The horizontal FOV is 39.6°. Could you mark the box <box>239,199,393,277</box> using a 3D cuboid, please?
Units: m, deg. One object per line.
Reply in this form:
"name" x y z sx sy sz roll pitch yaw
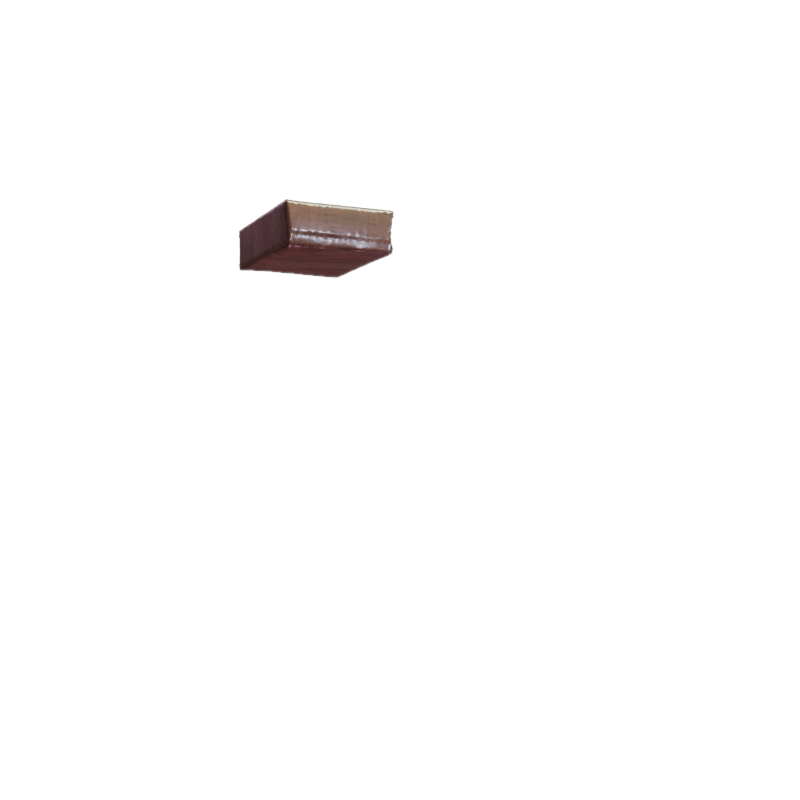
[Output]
"box" -0.069 -0.125 0.877 0.087 0.040 0.115 2 -4 -25
